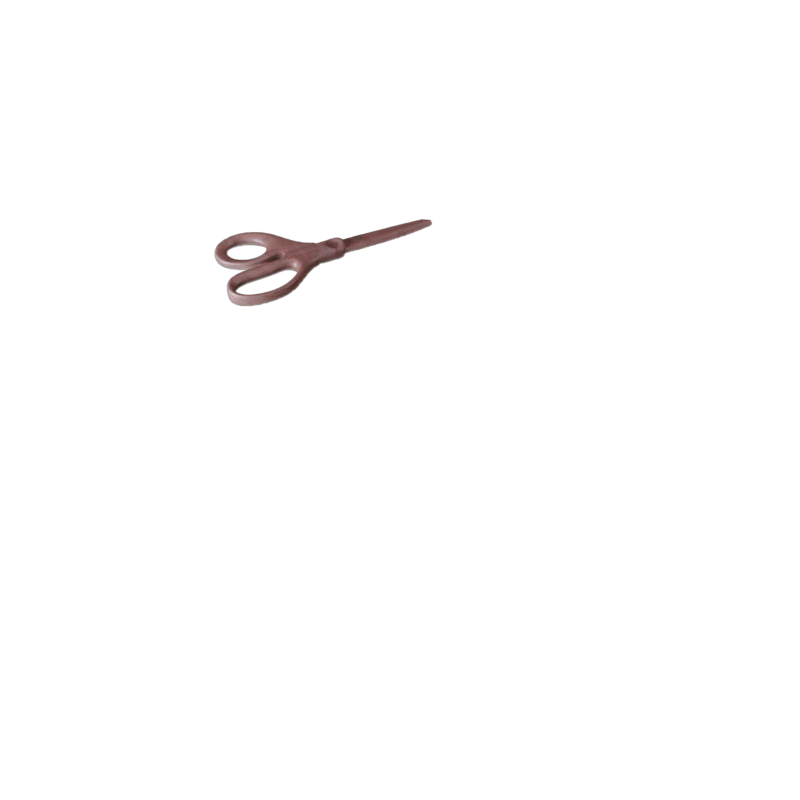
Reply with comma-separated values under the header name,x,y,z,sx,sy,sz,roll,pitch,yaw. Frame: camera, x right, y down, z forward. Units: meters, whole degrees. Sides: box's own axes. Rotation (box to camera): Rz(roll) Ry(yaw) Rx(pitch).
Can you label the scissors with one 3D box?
name,x,y,z,sx,sy,sz,roll,pitch,yaw
scissors,-0.077,-0.140,0.979,0.202,0.015,0.103,-31,51,-30
